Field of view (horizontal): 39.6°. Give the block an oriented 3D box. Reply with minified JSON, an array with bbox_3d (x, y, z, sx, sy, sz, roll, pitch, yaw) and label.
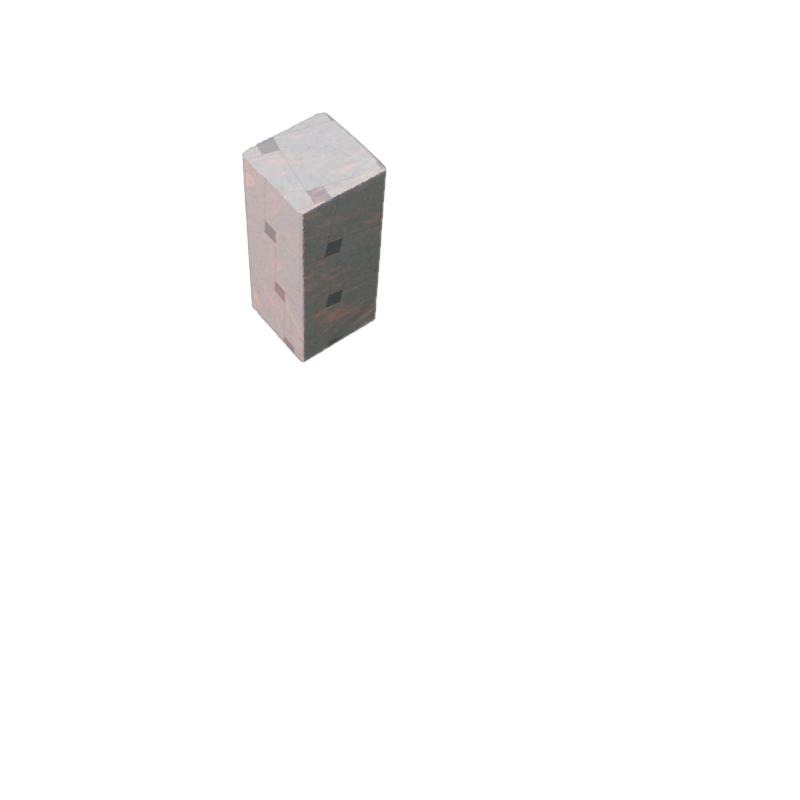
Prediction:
[{"bbox_3d":[-0.078,-0.143,0.996,0.091,0.096,0.192,-31,-28,-23],"label":"block"}]
